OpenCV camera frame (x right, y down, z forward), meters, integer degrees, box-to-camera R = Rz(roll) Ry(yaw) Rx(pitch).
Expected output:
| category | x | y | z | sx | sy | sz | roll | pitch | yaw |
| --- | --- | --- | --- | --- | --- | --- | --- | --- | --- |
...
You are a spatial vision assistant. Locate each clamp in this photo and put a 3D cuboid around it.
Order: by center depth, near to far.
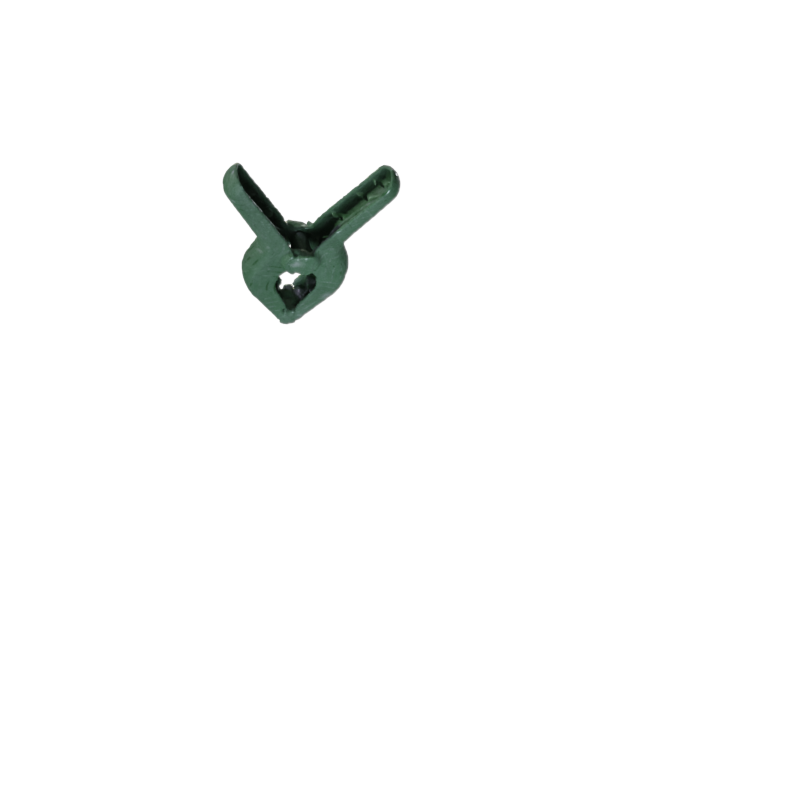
| category | x | y | z | sx | sy | sz | roll | pitch | yaw |
| --- | --- | --- | --- | --- | --- | --- | --- | --- | --- |
| clamp | -0.063 | -0.115 | 0.802 | 0.120 | 0.042 | 0.161 | 1 | -29 | -2 |
